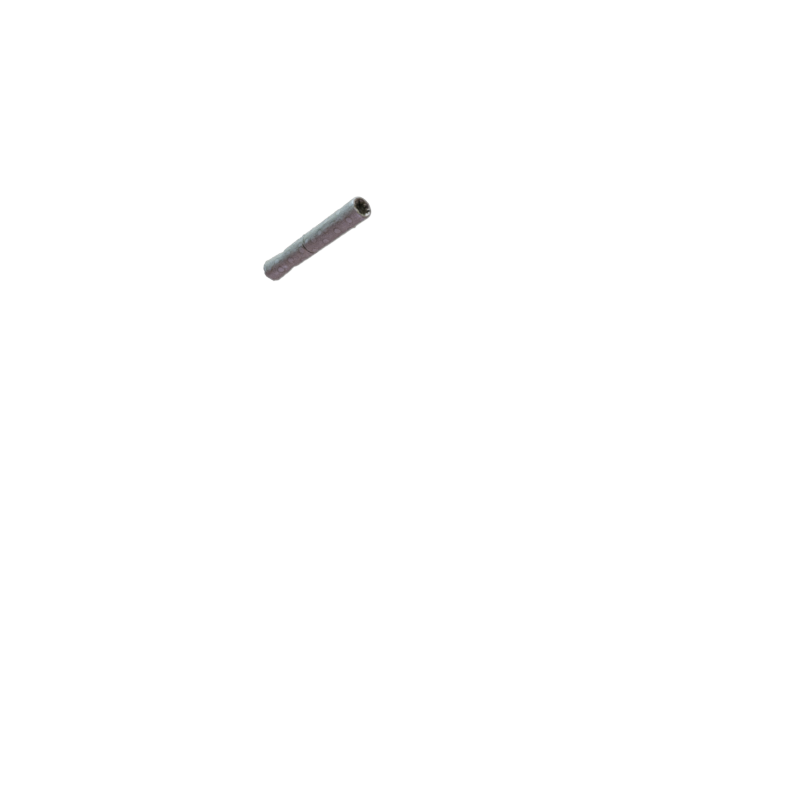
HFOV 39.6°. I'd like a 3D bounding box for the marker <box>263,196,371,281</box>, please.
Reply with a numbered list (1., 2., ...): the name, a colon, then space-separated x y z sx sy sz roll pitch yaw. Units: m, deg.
1. marker: -0.068 -0.125 0.874 0.019 0.021 0.120 -3 -18 -46
